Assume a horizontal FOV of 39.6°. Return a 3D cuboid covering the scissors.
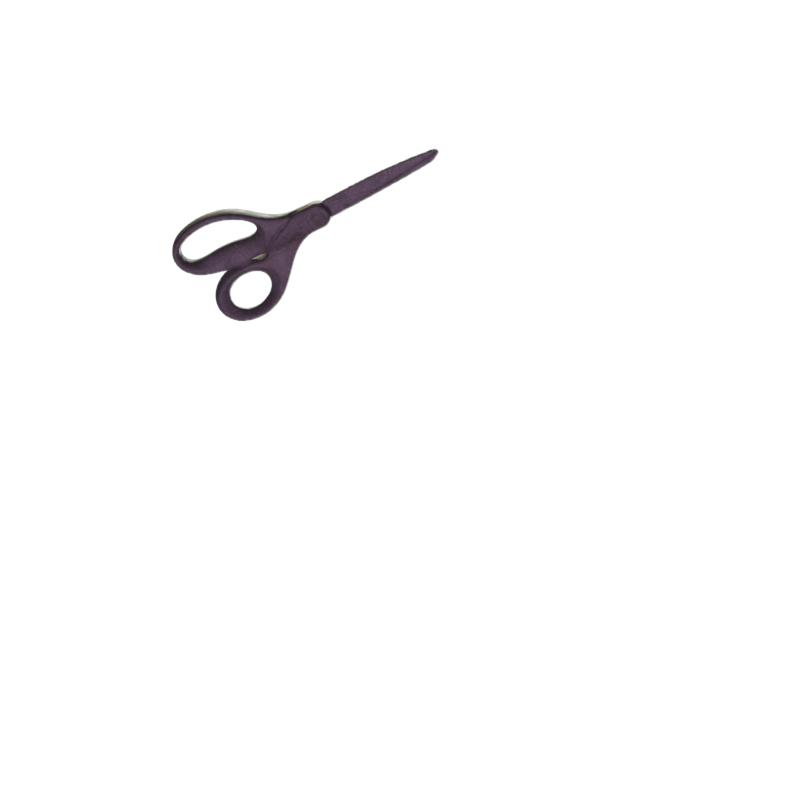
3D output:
[{"bbox_3d":[-0.062,-0.113,0.795,0.202,0.090,0.017,-12,26,6],"label":"scissors"}]
